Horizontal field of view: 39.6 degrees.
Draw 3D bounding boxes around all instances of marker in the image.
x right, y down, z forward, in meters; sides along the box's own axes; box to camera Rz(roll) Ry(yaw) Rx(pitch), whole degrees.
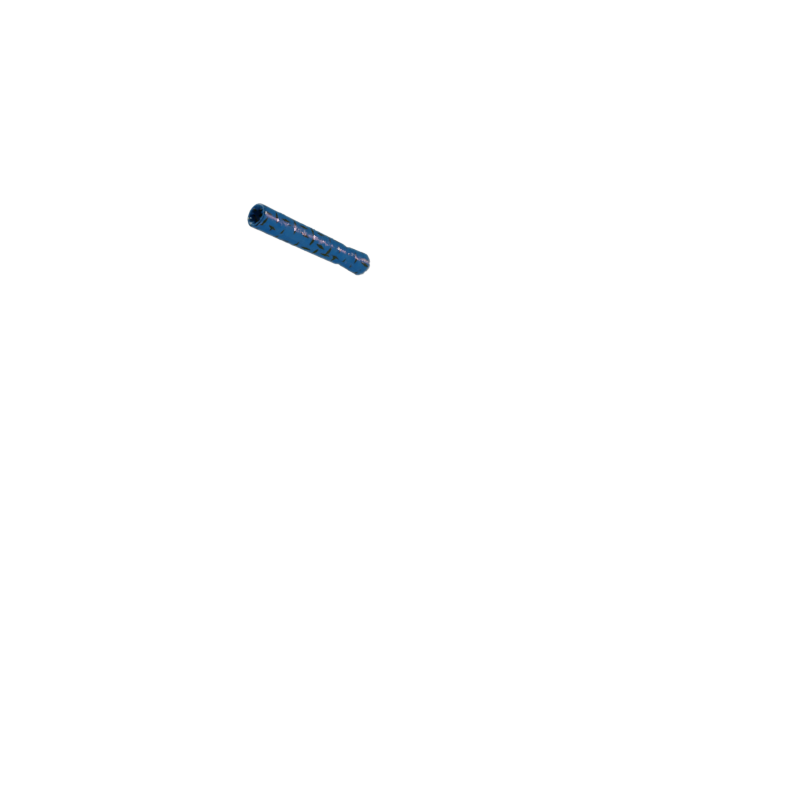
[{"bbox_3d":[-0.066,-0.120,0.844,0.021,0.020,0.113,4,-12,46],"label":"marker"}]
